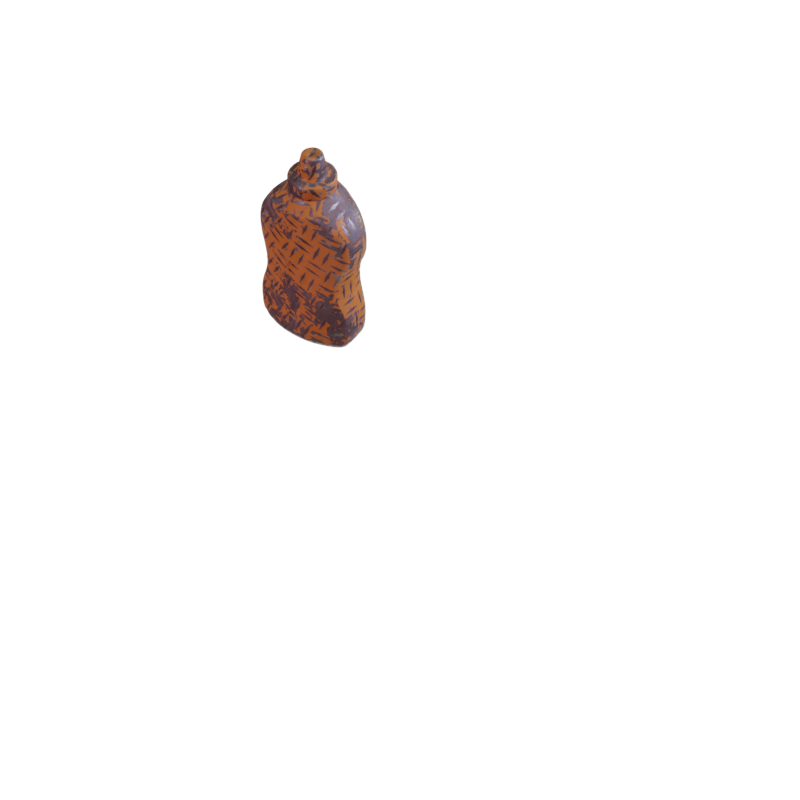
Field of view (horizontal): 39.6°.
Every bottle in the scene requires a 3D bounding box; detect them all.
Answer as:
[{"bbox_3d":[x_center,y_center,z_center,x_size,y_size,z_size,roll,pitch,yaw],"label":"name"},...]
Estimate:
[{"bbox_3d":[-0.074,-0.135,0.946,0.101,0.179,0.059,30,51,23],"label":"bottle"}]
